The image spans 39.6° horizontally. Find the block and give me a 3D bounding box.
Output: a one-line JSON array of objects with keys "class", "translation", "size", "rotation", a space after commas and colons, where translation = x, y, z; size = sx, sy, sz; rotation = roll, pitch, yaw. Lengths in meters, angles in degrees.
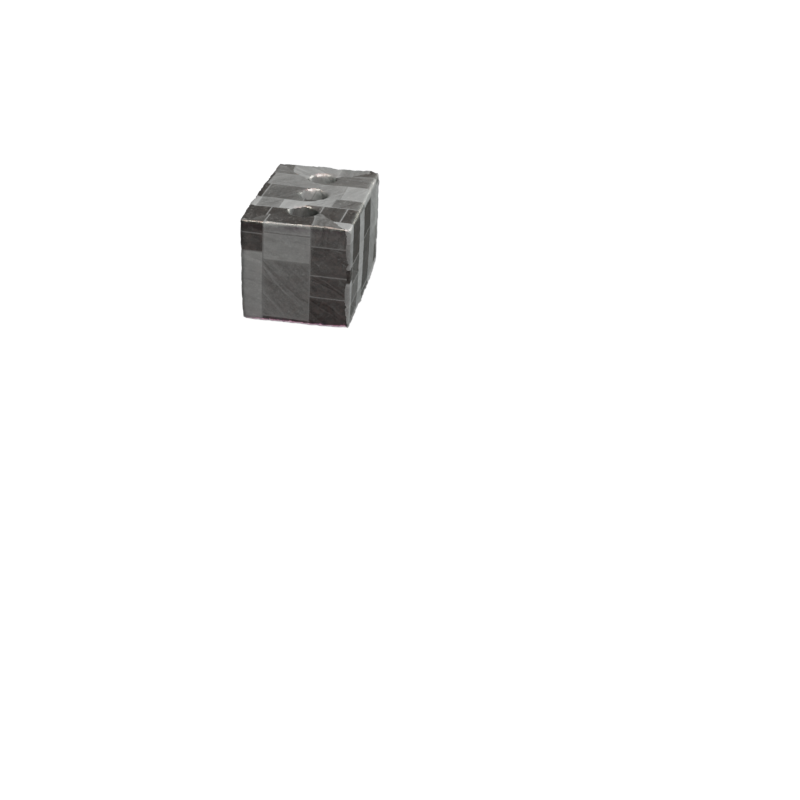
[{"class": "block", "translation": [-0.042, -0.076, 0.536], "size": [0.053, 0.048, 0.081], "rotation": [5, 29, 7]}]
